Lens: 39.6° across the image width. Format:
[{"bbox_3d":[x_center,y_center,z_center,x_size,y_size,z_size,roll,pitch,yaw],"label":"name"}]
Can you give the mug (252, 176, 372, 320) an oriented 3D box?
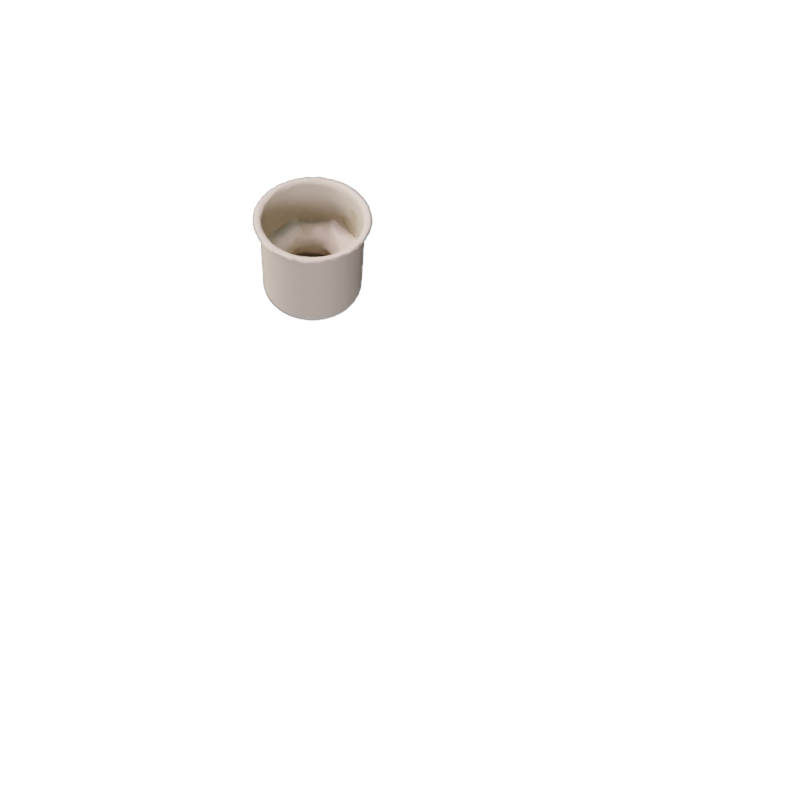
[{"bbox_3d":[-0.070,-0.128,0.897,0.093,0.125,0.076,2,-40,0],"label":"mug"}]
